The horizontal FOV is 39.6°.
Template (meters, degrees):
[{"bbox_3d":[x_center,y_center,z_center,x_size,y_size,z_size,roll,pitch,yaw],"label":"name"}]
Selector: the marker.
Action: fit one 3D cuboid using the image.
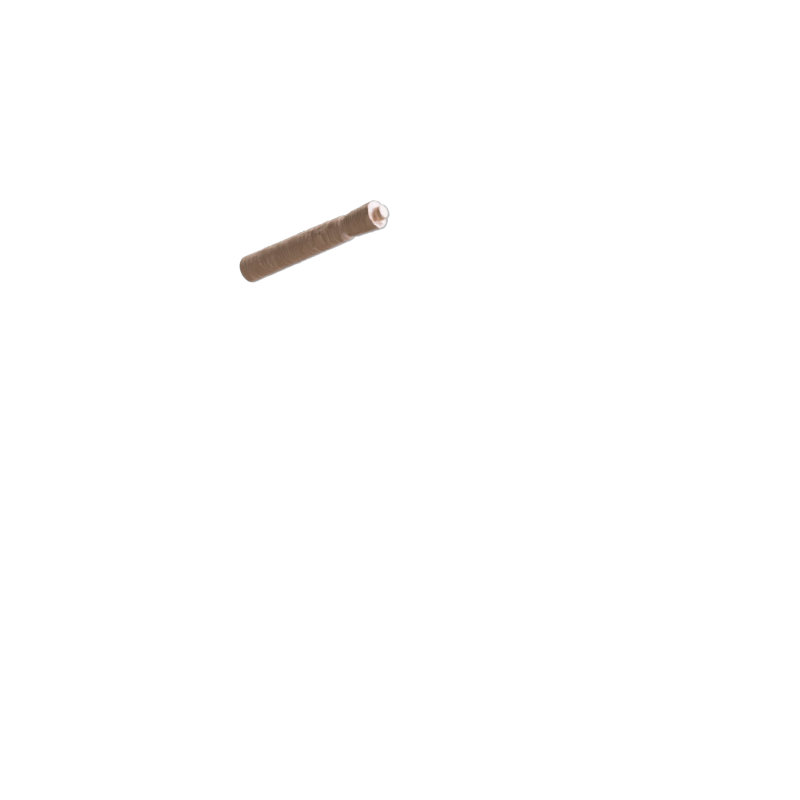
[{"bbox_3d":[-0.056,-0.102,0.716,0.122,0.020,0.019,-16,-7,37],"label":"marker"}]
